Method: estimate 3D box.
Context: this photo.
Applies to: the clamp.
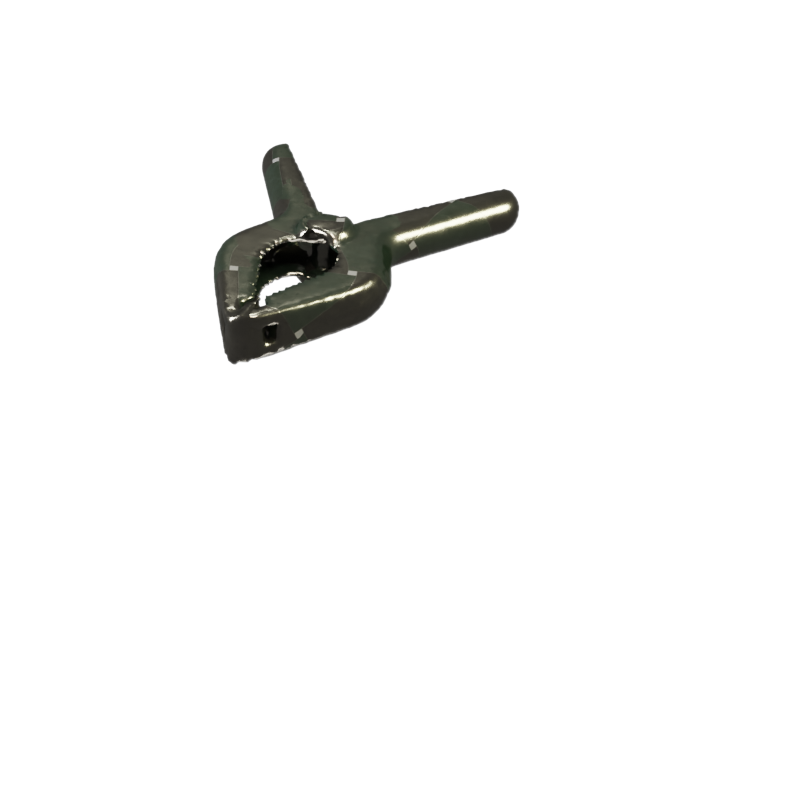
[{"bbox_3d":[-0.048,-0.088,0.615,0.172,0.034,0.214,18,38,24],"label":"clamp"}]
